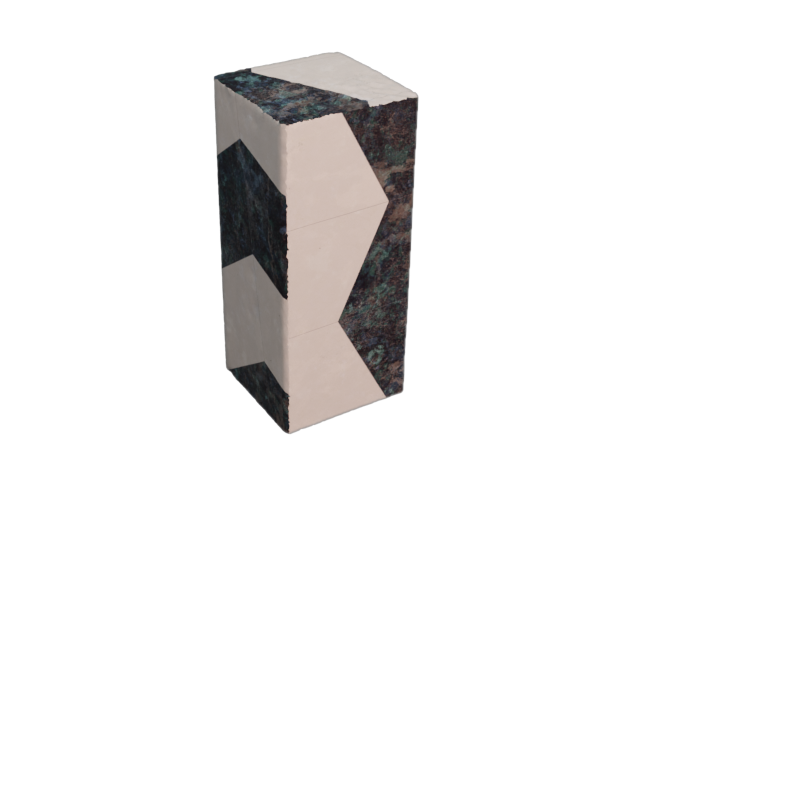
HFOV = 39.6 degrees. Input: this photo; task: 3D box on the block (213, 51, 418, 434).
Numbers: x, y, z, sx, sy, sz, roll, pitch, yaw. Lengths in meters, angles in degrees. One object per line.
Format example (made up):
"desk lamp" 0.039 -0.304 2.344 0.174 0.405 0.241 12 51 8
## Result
"block" -0.054 -0.098 0.685 0.089 0.194 0.097 -18 37 -29
